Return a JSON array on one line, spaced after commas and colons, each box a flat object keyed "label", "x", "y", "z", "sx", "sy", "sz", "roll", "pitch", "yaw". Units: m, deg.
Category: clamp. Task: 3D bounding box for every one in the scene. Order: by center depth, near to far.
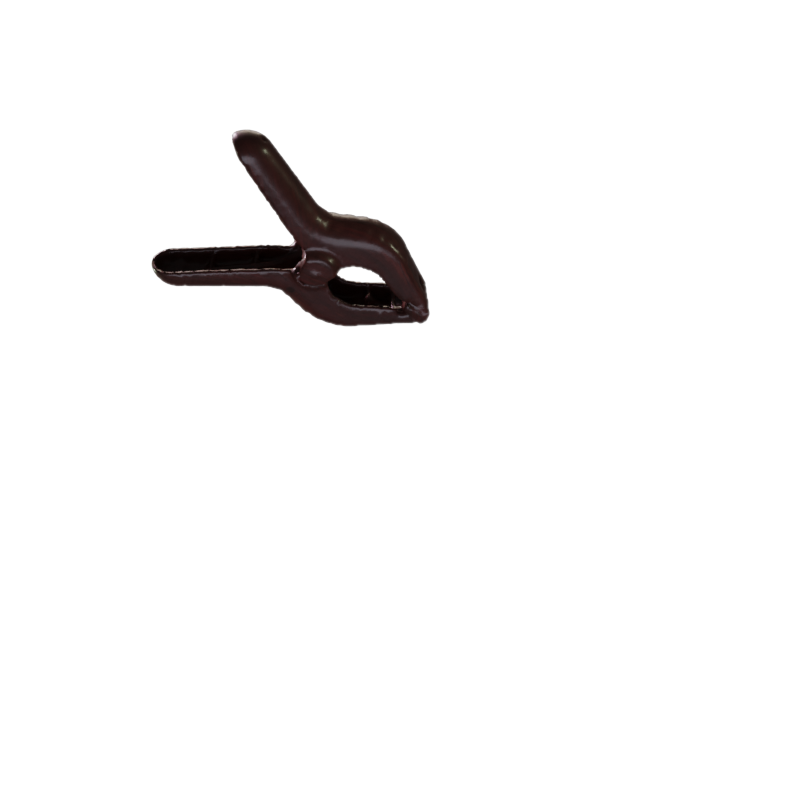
[{"label": "clamp", "x": -0.052, "y": -0.095, "z": 0.665, "sx": 0.166, "sy": 0.042, "sz": 0.115, "roll": 14, "pitch": -41, "yaw": -17}]
